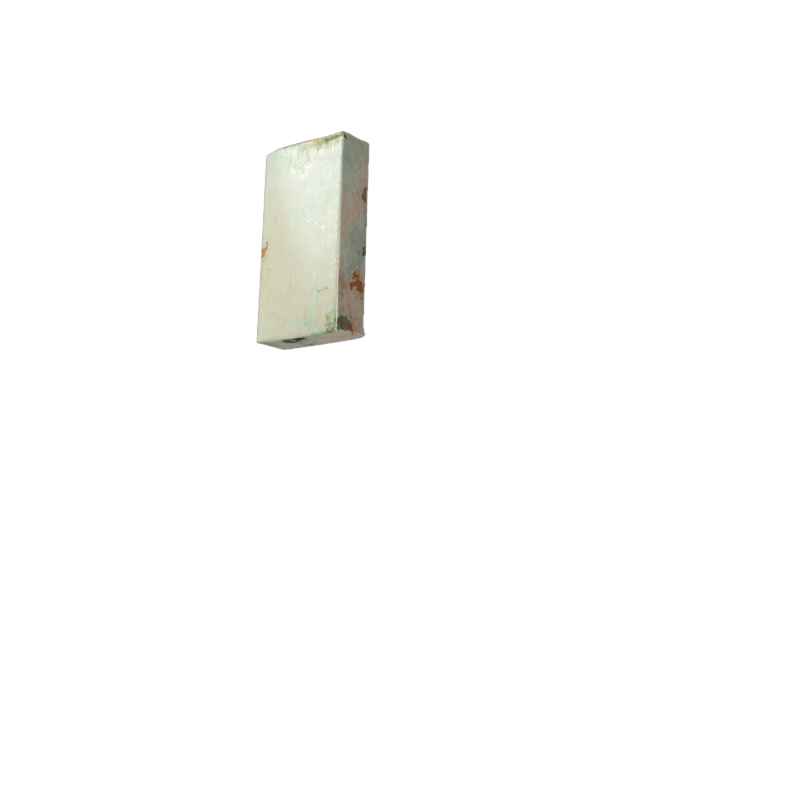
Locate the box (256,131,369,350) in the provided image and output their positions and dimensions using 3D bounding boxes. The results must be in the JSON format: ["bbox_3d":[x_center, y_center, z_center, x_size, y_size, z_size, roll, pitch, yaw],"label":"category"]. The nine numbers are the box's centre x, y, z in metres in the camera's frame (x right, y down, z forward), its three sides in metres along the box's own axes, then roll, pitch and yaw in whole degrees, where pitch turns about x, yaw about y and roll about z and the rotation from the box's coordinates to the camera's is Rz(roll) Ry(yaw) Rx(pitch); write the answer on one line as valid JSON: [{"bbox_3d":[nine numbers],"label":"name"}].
[{"bbox_3d":[-0.075,-0.137,0.958,0.095,0.182,0.045,-11,-17,36],"label":"box"}]
